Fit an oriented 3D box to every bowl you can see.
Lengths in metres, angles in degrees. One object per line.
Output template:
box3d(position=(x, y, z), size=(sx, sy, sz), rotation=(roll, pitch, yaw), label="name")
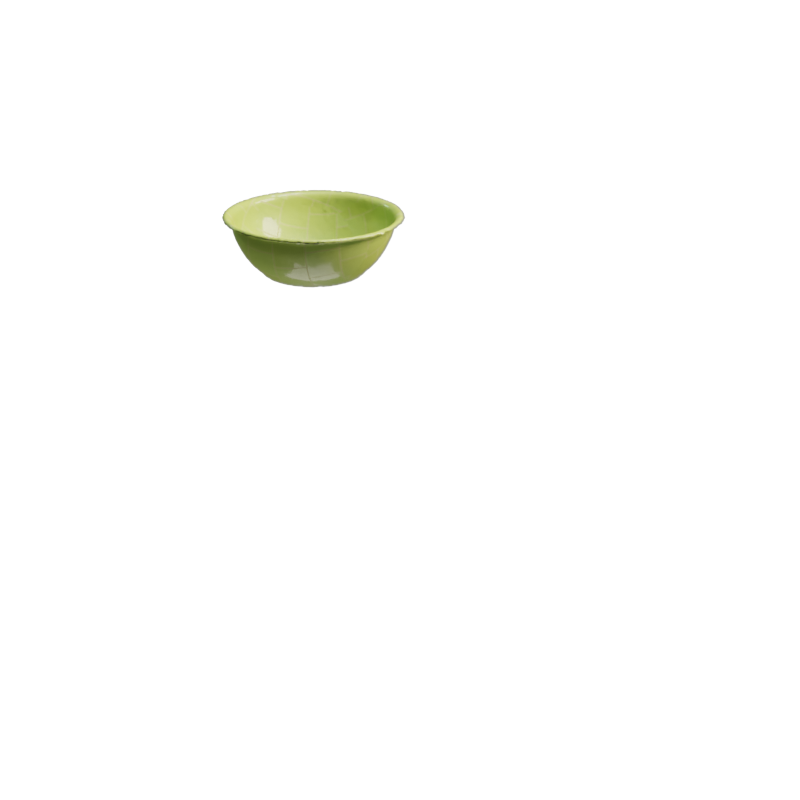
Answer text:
box3d(position=(-0.078, -0.142, 0.992), size=(0.162, 0.052, 0.170), rotation=(-1, 24, -2), label="bowl")
